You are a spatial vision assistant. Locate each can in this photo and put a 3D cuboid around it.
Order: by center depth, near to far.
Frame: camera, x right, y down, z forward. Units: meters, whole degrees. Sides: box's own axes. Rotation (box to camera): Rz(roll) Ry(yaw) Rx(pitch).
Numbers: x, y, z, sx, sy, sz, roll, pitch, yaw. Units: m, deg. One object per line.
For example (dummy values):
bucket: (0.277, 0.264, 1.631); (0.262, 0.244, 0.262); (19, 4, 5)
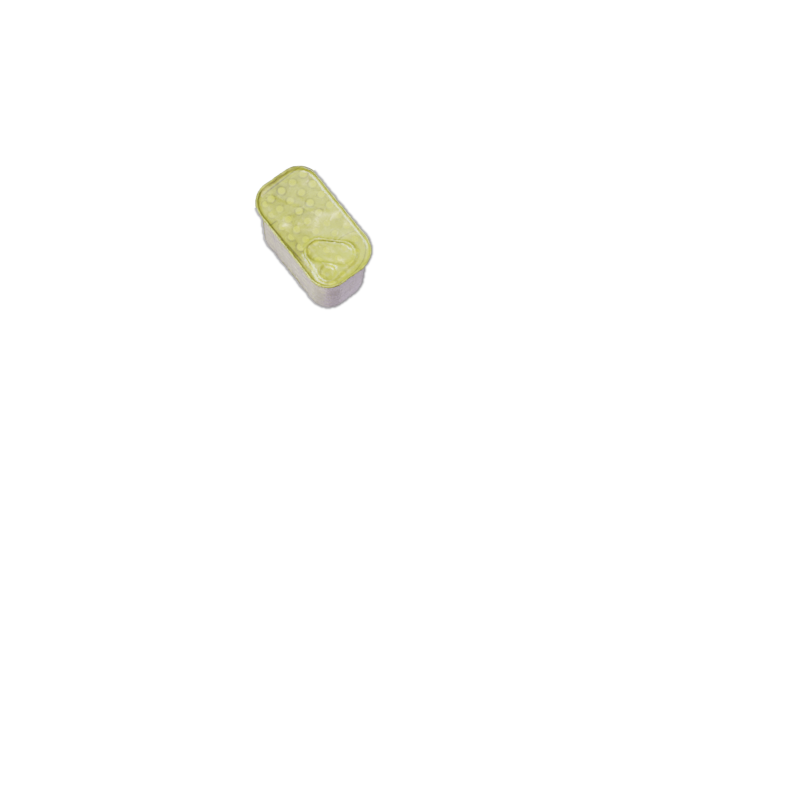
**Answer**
can: (-0.071, -0.129, 0.904); (0.058, 0.106, 0.081); (-36, -11, -10)
